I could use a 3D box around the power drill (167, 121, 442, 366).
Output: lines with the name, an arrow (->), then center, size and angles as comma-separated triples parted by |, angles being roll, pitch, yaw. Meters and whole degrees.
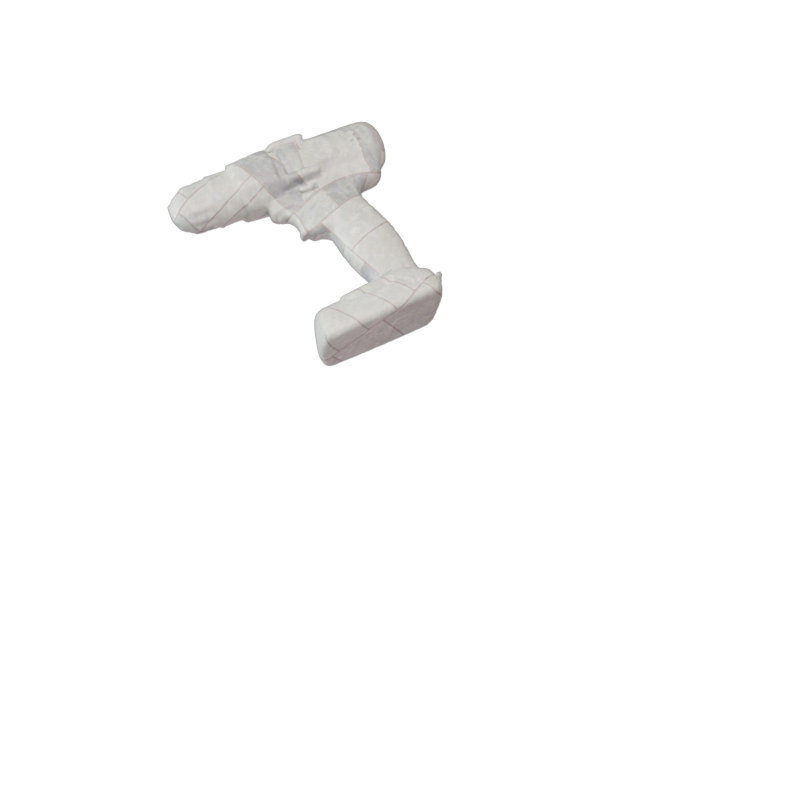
power drill -> -0.067, -0.123, 0.862 | 0.184, 0.200, 0.054 | -23, -27, -13
